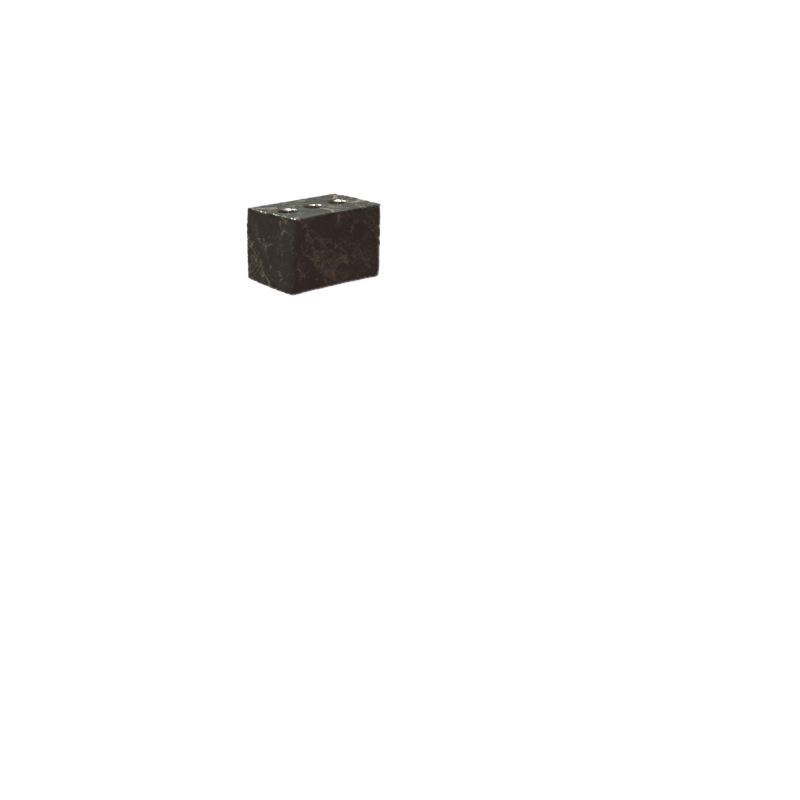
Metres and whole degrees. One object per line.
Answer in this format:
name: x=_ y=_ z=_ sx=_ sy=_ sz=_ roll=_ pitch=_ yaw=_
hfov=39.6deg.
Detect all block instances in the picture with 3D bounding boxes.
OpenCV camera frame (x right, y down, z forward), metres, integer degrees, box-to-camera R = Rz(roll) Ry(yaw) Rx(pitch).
block: x=-0.059 y=-0.107 z=0.752 sx=0.076 sy=0.049 sz=0.056 roll=-17 pitch=25 yaw=-40
